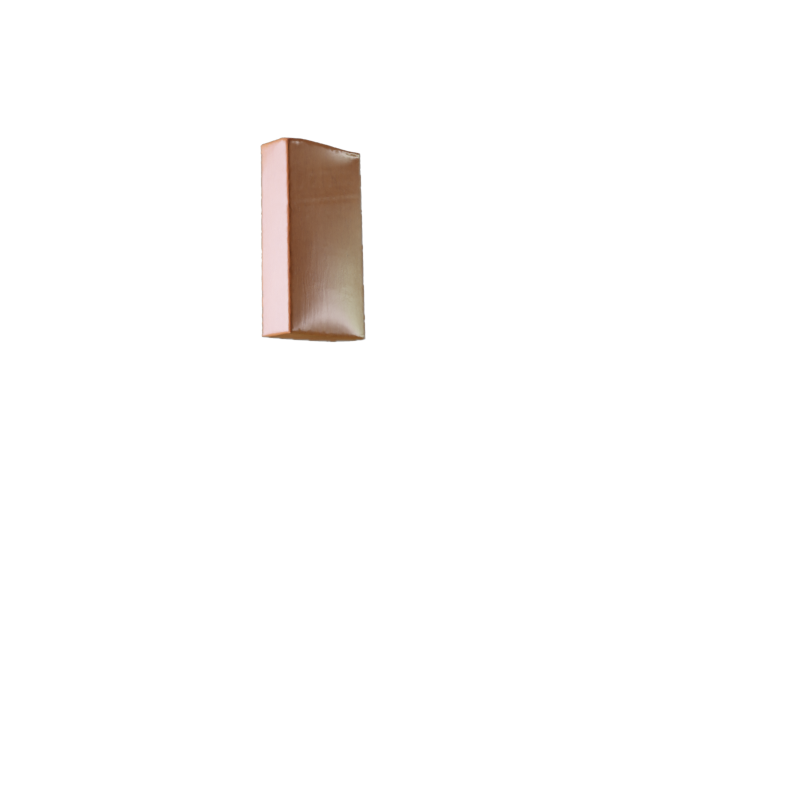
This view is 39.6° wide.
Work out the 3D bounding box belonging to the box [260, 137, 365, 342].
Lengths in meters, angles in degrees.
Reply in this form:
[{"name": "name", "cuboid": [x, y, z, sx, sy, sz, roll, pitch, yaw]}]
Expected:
[{"name": "box", "cuboid": [-0.078, -0.142, 0.996, 0.089, 0.180, 0.049, 7, -12, -43]}]
